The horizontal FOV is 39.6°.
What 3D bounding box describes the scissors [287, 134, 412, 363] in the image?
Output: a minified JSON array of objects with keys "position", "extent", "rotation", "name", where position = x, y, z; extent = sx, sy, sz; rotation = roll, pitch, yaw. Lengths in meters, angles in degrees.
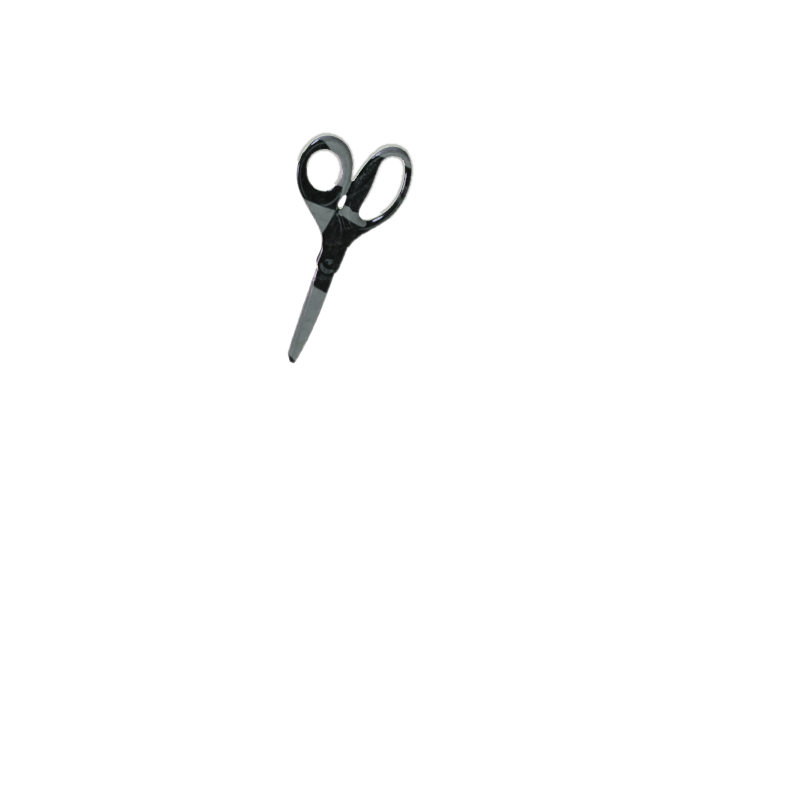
[{"position":[-0.068,-0.124,0.870],"extent":[0.093,0.197,0.017],"rotation":[33,21,-15],"name":"scissors"}]
